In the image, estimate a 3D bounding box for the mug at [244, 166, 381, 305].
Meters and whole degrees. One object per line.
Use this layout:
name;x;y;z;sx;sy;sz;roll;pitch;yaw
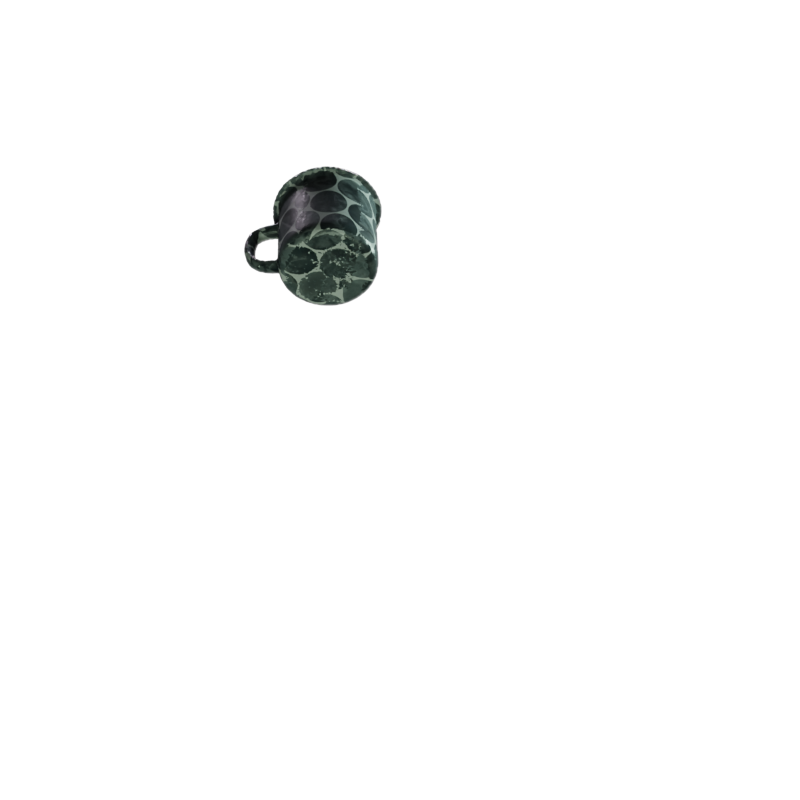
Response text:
mug;-0.072;-0.131;0.918;0.118;0.086;0.087;-7;40;4
